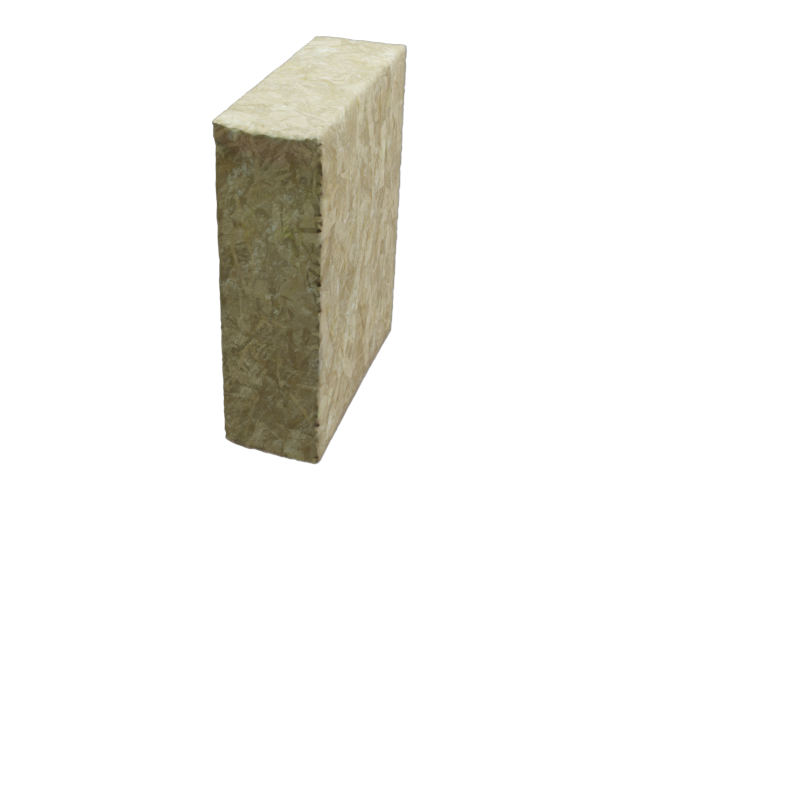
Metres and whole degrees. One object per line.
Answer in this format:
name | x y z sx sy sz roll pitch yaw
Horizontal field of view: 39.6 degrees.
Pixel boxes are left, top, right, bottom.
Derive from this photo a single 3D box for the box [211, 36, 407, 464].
box | -0.054 -0.098 0.685 0.074 0.201 0.170 10 32 13
